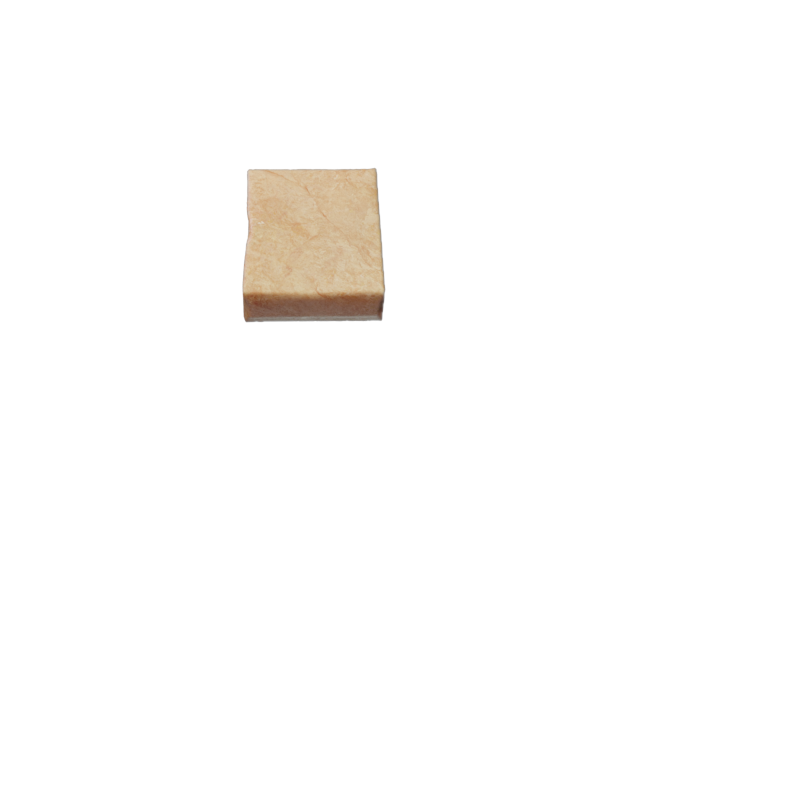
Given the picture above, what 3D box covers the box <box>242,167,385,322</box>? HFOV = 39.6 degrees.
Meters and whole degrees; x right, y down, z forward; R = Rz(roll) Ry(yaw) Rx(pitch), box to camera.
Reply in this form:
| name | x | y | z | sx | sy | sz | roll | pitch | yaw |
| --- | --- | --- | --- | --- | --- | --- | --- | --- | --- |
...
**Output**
| name | x | y | z | sx | sy | sz | roll | pitch | yaw |
| --- | --- | --- | --- | --- | --- | --- | --- | --- | --- |
| box | -0.047 | -0.085 | 0.597 | 0.073 | 0.096 | 0.028 | -1 | -36 | -1 |
